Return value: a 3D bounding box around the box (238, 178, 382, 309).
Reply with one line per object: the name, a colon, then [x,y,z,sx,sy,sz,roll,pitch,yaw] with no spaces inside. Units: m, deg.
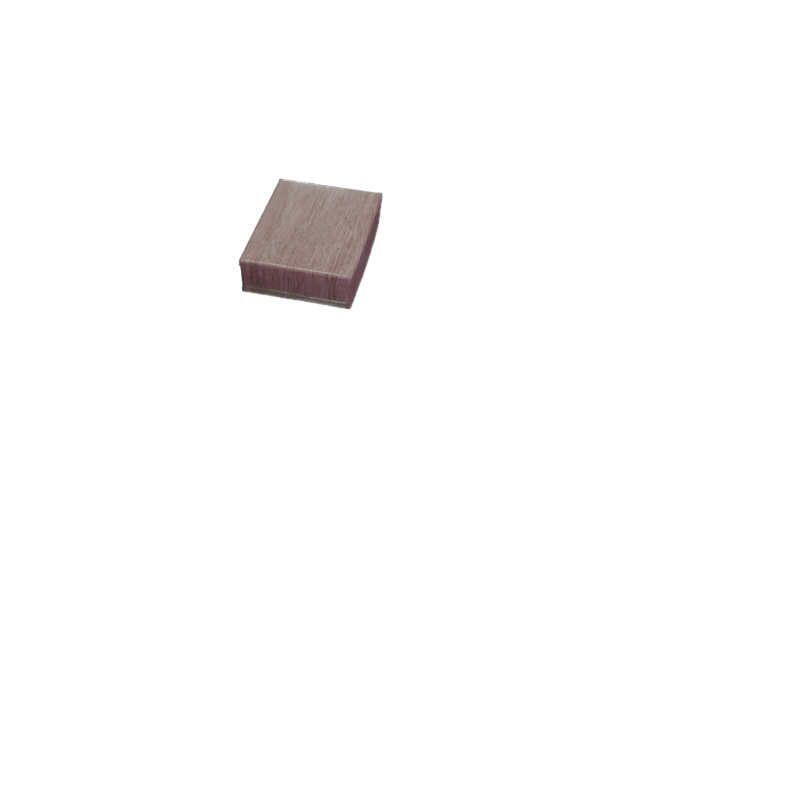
box: [-0.069,-0.126,0.885,0.091,0.036,0.120,9,43,9]
